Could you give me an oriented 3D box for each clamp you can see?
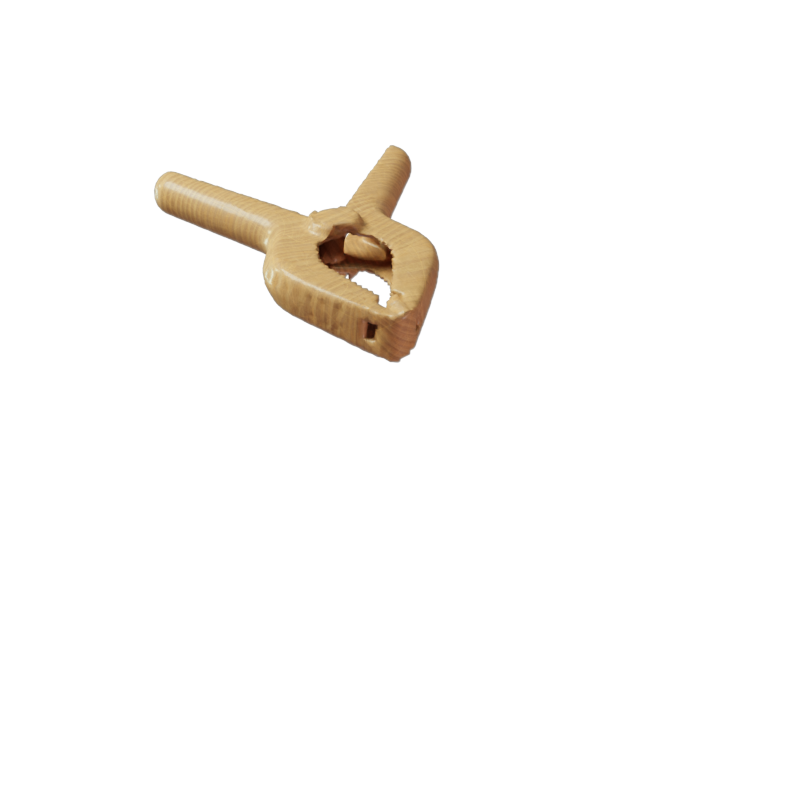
[{"bbox_3d":[-0.048,-0.088,0.619,0.162,0.034,0.226,-8,35,-11],"label":"clamp"}]
